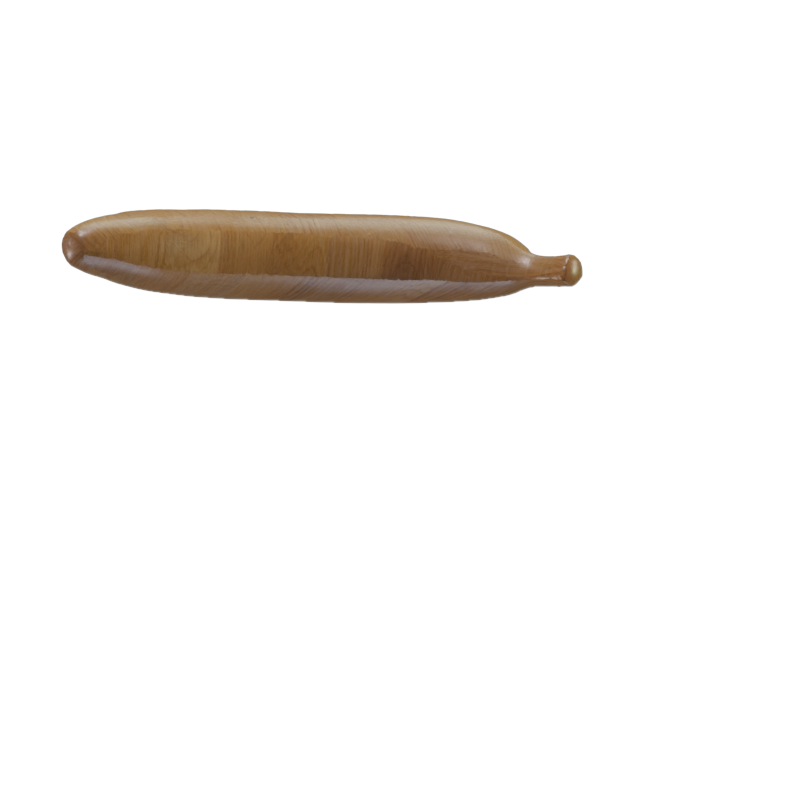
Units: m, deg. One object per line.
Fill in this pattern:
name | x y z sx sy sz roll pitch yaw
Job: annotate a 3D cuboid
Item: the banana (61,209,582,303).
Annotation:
banana | -0.033 -0.060 0.449 0.196 0.038 0.068 0 -6 -5
